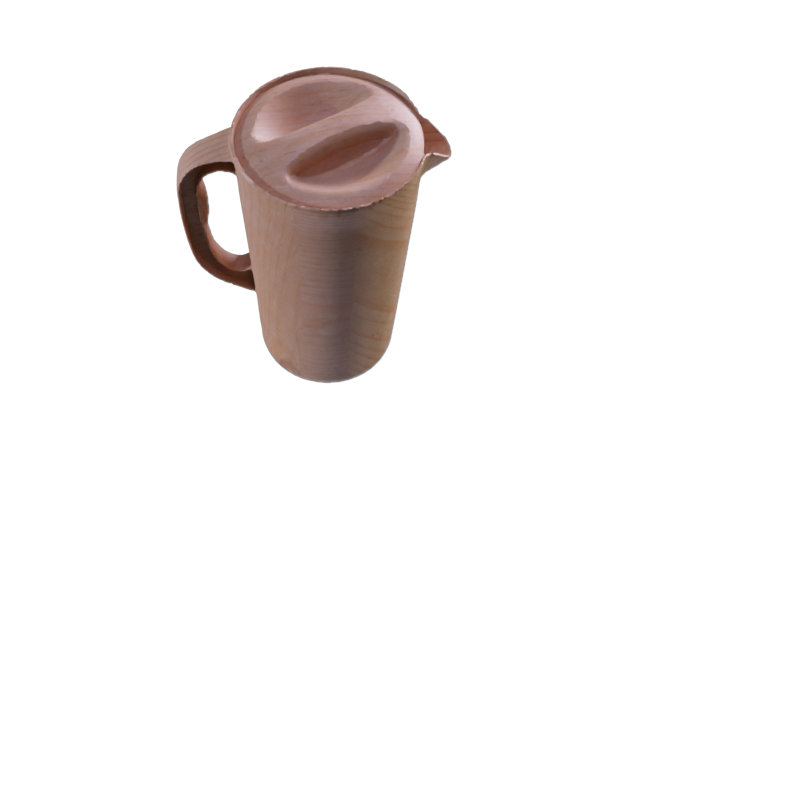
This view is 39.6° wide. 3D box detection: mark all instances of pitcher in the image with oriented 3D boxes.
[{"bbox_3d":[-0.065,-0.118,0.827,0.157,0.147,0.227,35,-29,19],"label":"pitcher"}]
